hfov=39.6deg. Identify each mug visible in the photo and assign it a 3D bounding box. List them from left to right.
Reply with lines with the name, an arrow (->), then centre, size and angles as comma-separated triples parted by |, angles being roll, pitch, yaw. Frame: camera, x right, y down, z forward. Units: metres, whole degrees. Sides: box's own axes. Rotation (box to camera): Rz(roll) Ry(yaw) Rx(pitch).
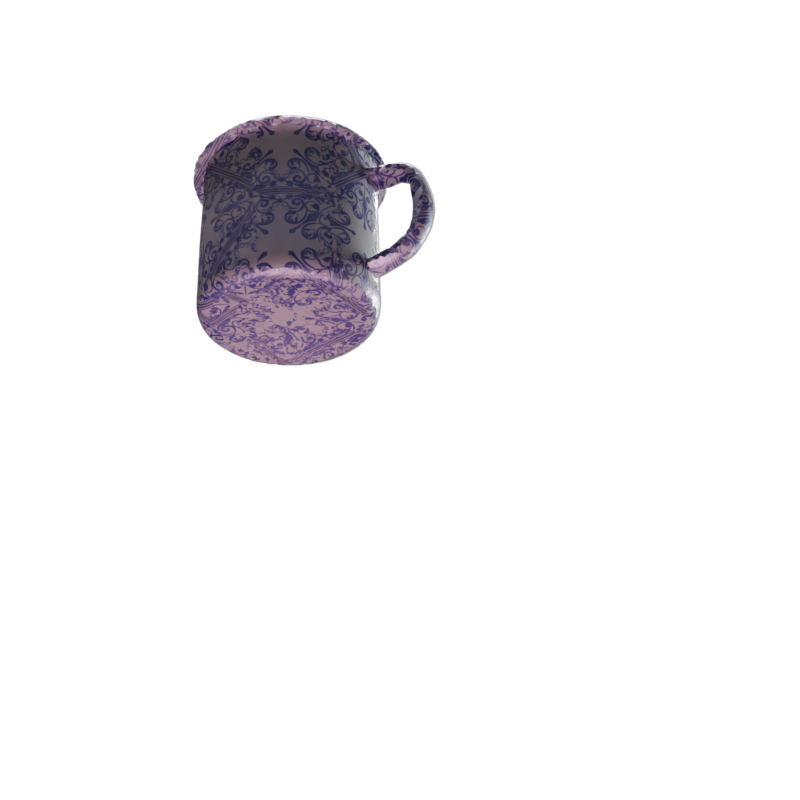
mug -> -0.039, -0.072, 0.503 | 0.118, 0.087, 0.086 | -14, -35, 18
